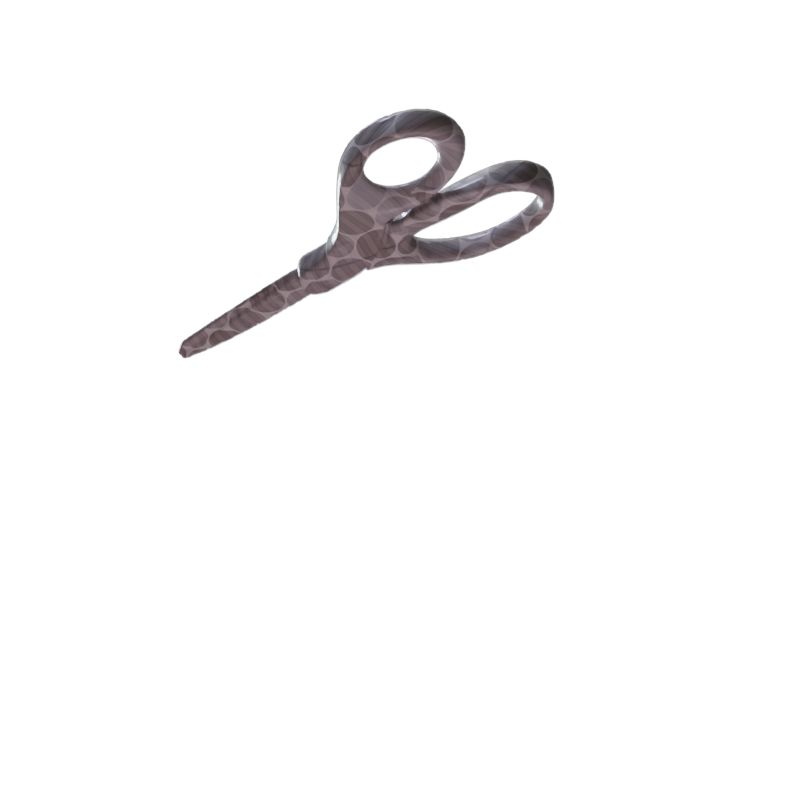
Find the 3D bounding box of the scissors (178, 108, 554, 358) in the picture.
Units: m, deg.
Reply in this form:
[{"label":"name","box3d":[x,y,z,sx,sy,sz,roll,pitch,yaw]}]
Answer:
[{"label":"scissors","box3d":[-0.037,-0.067,0.469,0.204,0.017,0.089,-16,-36,23]}]
